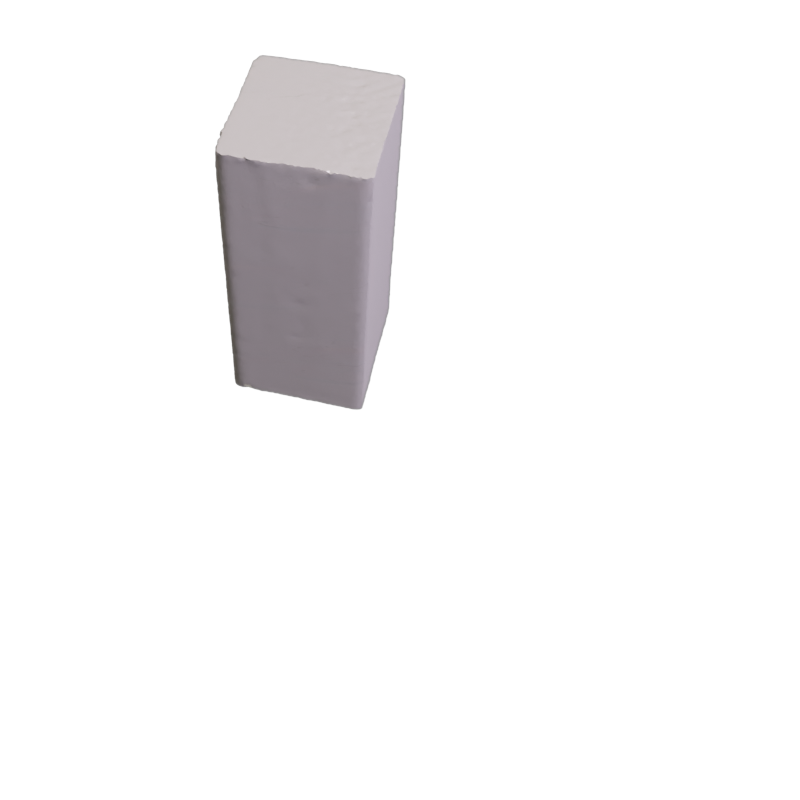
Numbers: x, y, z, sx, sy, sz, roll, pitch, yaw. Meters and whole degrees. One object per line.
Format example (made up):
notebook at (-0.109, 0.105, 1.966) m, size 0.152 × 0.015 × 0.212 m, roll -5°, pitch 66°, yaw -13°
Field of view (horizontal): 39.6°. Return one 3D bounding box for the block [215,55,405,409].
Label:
block at (-0.054, -0.097, 0.679) m, size 0.091 × 0.096 × 0.192 m, roll 11°, pitch -38°, yaw 5°
